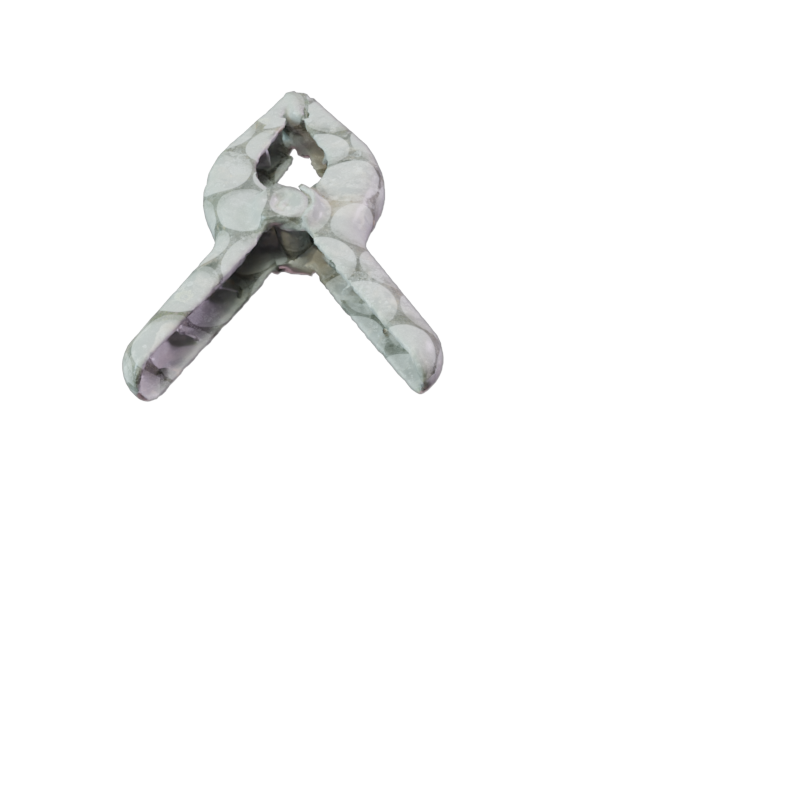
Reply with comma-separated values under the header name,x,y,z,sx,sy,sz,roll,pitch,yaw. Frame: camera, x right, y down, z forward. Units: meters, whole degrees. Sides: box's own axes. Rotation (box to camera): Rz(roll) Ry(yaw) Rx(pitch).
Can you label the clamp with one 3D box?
name,x,y,z,sx,sy,sz,roll,pitch,yaw
clamp,-0.036,-0.066,0.463,0.121,0.182,0.037,7,-38,5
